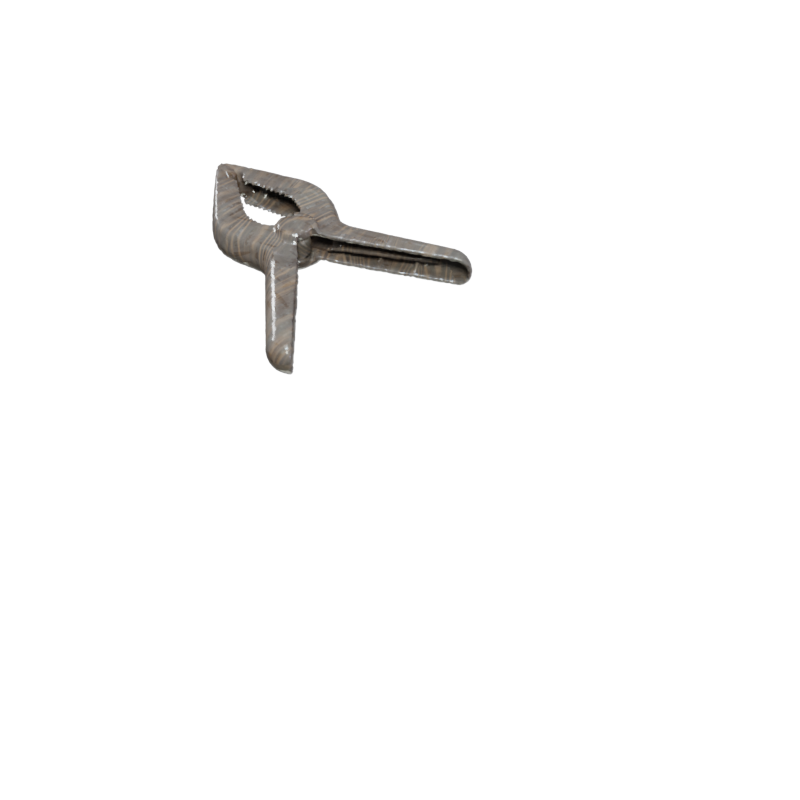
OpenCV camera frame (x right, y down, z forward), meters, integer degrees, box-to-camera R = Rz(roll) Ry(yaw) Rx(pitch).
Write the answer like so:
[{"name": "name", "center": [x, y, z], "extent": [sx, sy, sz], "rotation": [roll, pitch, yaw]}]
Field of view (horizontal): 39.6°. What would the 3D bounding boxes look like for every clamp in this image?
[{"name": "clamp", "center": [-0.063, -0.114, 0.801], "extent": [0.163, 0.034, 0.227], "rotation": [-22, 47, -22]}]
